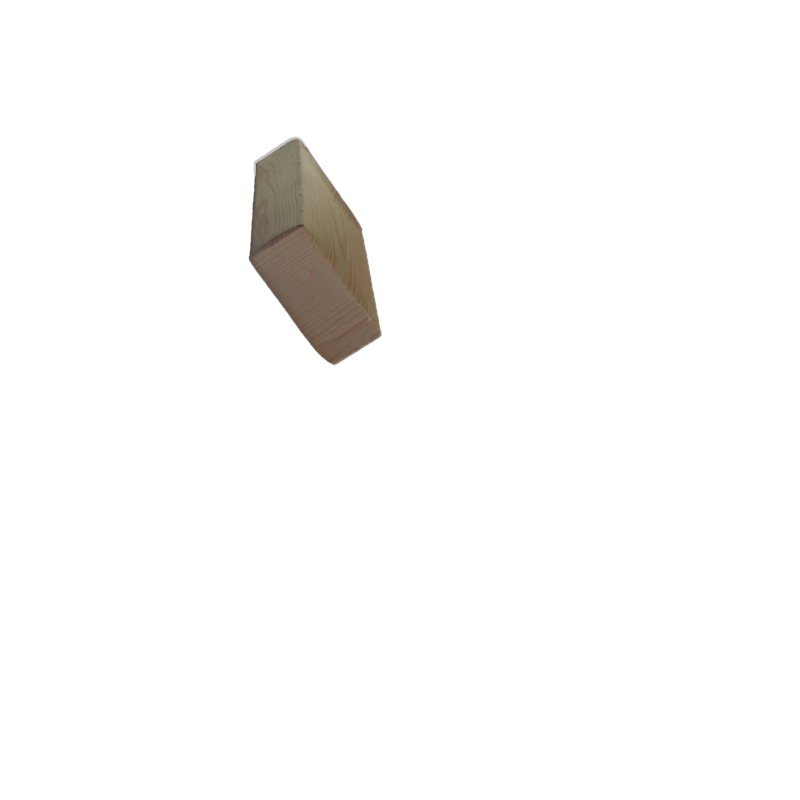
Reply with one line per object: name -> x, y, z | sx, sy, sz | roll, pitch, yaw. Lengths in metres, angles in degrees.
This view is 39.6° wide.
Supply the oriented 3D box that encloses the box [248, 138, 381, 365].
box -> -0.058, -0.107, 0.748 | 0.048, 0.088, 0.187 | -30, 28, 13
